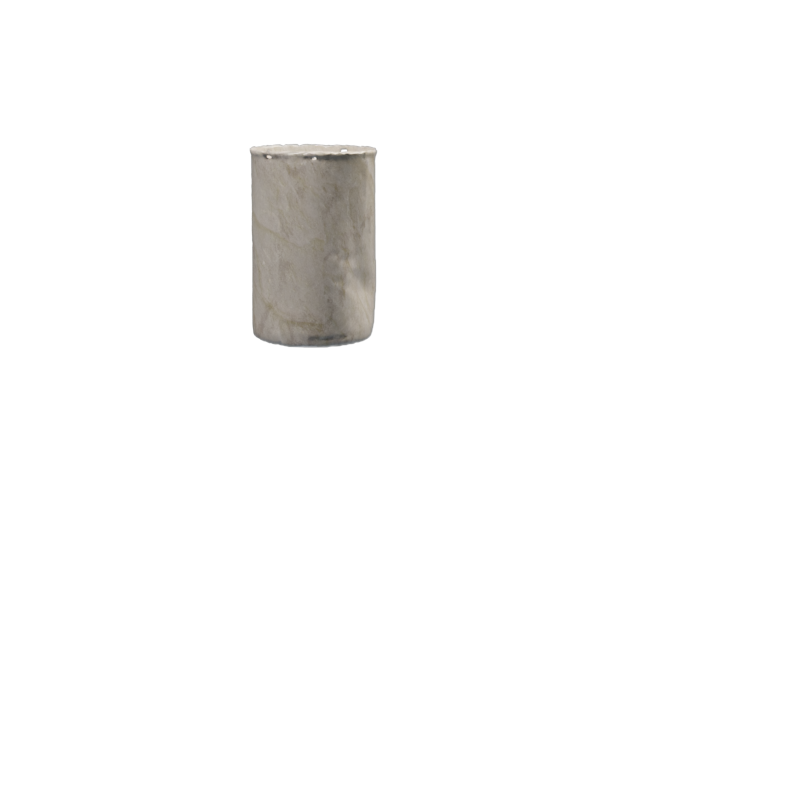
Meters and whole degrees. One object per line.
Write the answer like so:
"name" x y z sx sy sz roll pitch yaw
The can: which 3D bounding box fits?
"can" -0.047 -0.086 0.599 0.068 0.100 0.070 0 12 -2
